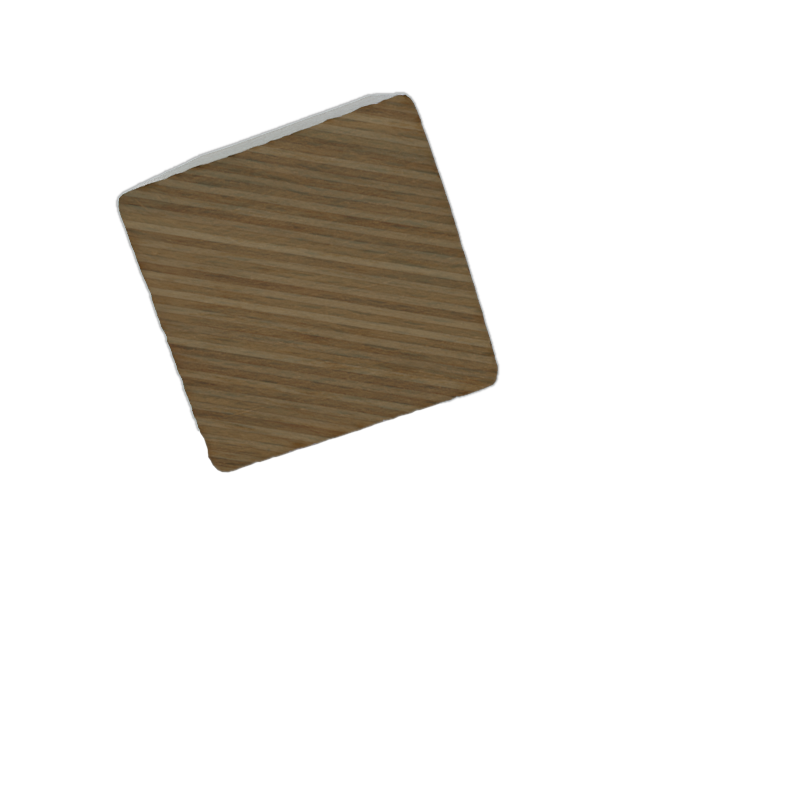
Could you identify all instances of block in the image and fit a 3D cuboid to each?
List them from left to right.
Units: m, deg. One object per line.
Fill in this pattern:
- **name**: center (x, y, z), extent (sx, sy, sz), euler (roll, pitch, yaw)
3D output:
- **block**: center (-0.032, -0.059, 0.417), extent (0.091, 0.088, 0.212), euler (-18, 15, 1)
